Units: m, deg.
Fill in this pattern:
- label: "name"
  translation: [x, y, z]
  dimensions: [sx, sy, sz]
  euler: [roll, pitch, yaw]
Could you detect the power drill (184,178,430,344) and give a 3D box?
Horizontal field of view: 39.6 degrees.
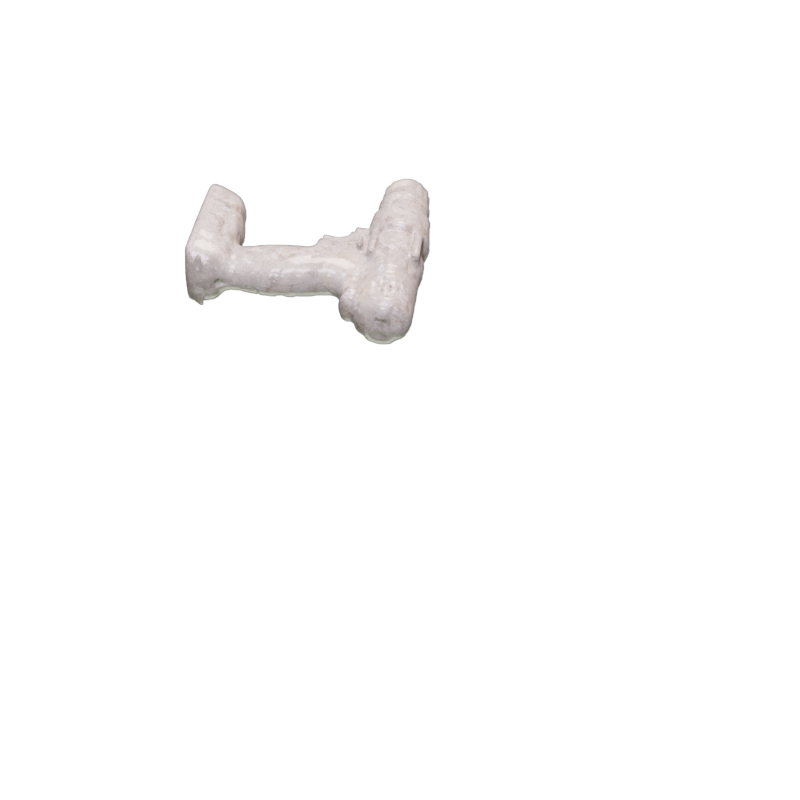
- label: "power drill"
  translation: [-0.070, -0.128, 0.900]
  dimensions: [0.190, 0.053, 0.195]
  euler: [6, 42, 6]
